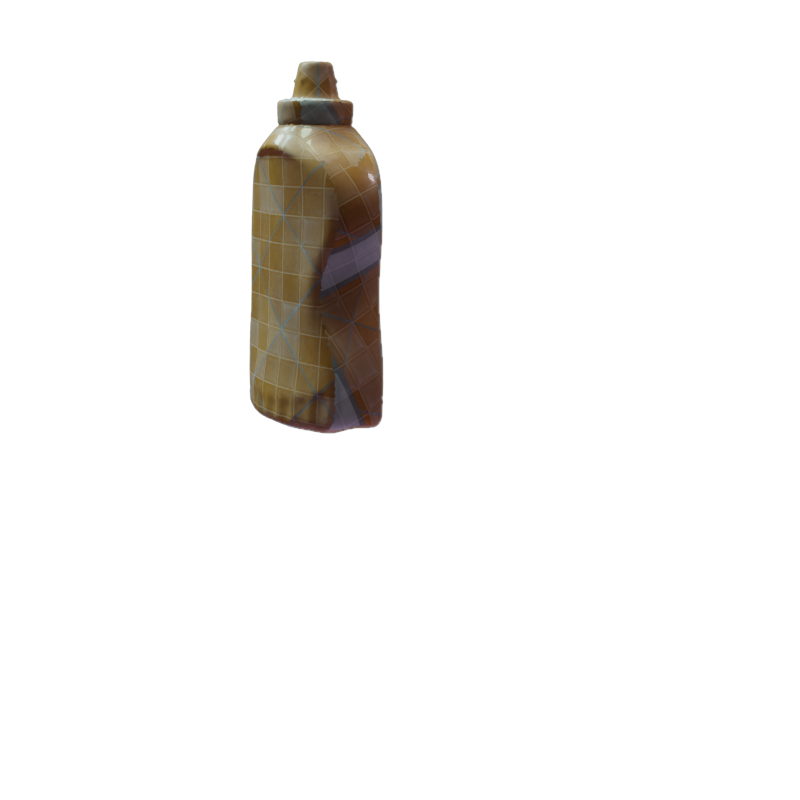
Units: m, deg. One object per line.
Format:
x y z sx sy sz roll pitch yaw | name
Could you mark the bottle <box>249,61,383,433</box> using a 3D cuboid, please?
-0.046 -0.085 0.598 0.057 0.189 0.100 -3 7 -30 | bottle
